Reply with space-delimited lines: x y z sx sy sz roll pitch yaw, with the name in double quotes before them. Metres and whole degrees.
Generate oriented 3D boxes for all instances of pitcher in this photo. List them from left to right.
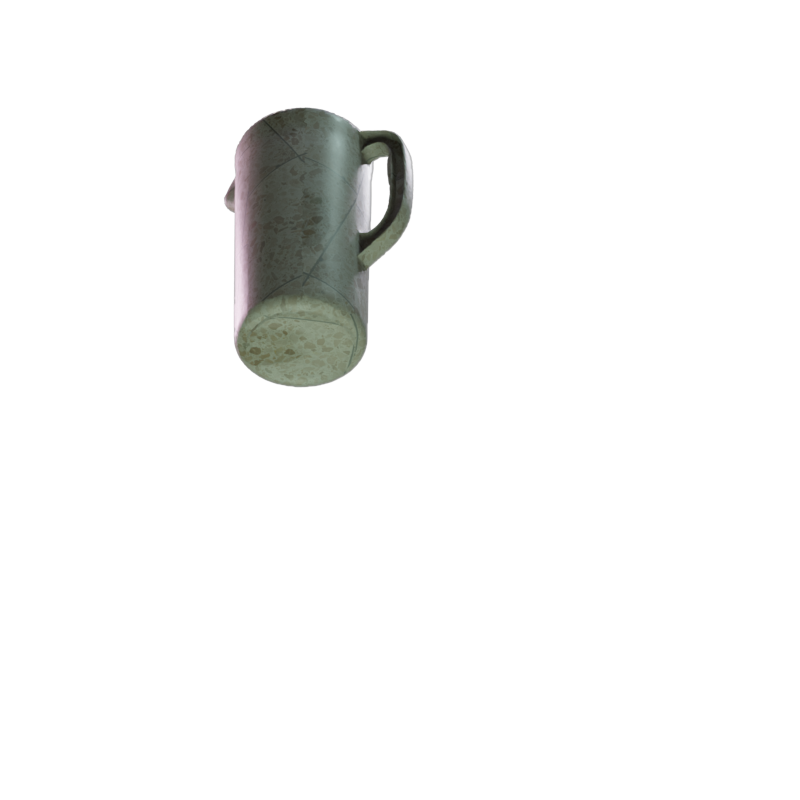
"pitcher" -0.076 -0.138 0.967 0.141 0.261 0.143 13 -45 -17
